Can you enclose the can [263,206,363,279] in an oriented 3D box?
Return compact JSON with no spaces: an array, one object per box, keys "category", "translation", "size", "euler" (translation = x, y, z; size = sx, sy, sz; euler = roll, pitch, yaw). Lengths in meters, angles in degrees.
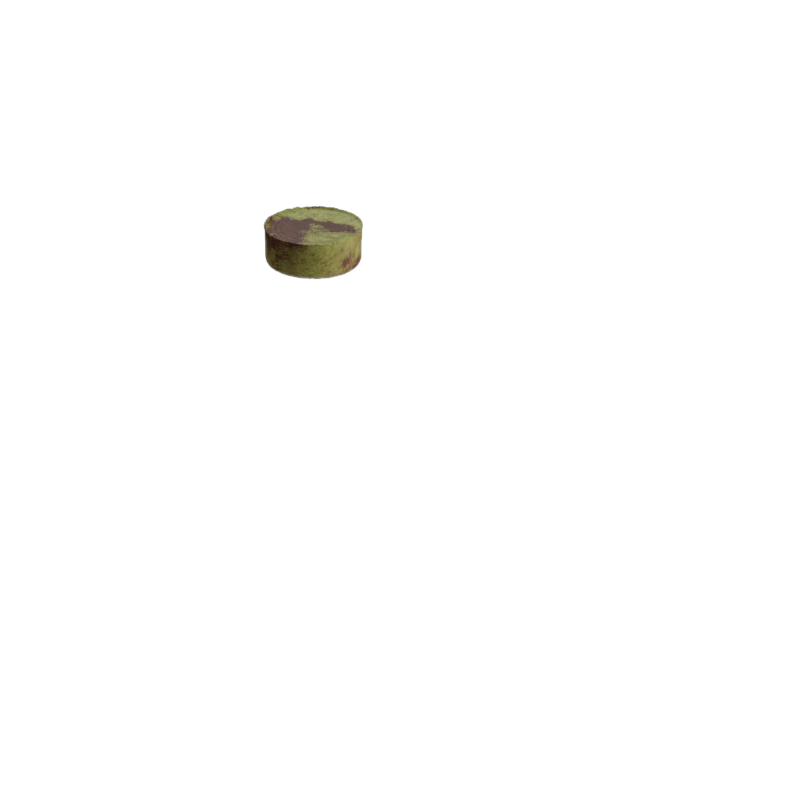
[{"category":"can","translation":[-0.075,-0.137,0.963],"size":[0.086,0.032,0.091],"euler":[-1,30,-2]}]
